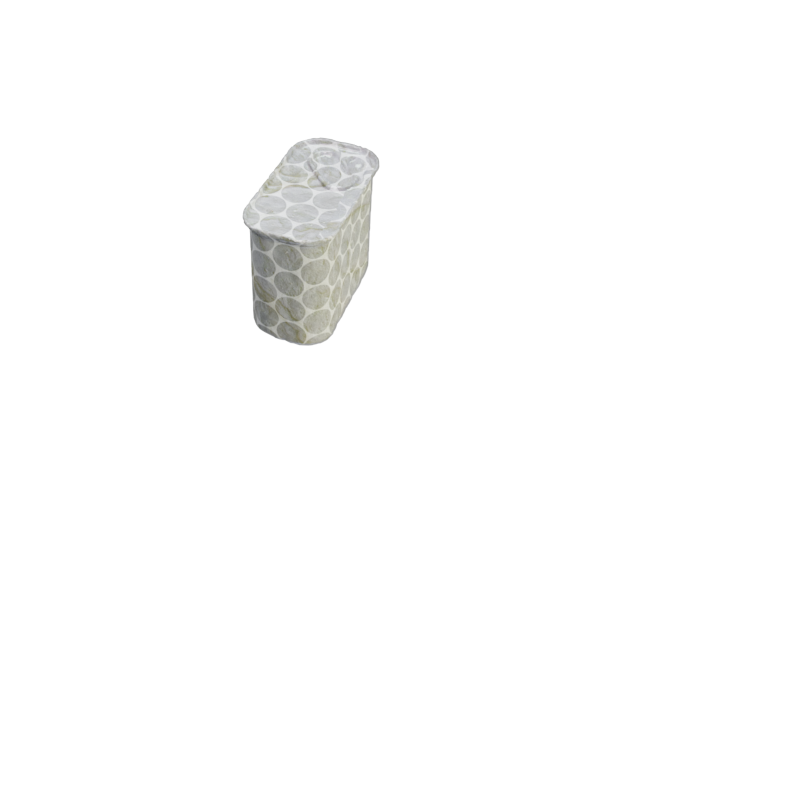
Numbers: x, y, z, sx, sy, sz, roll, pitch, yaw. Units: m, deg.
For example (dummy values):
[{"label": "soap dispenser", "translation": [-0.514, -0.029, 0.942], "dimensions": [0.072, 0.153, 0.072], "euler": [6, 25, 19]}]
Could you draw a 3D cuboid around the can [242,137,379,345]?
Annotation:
[{"label": "can", "translation": [-0.053, -0.096, 0.675], "dimensions": [0.059, 0.078, 0.106], "euler": [14, 44, 12]}]
